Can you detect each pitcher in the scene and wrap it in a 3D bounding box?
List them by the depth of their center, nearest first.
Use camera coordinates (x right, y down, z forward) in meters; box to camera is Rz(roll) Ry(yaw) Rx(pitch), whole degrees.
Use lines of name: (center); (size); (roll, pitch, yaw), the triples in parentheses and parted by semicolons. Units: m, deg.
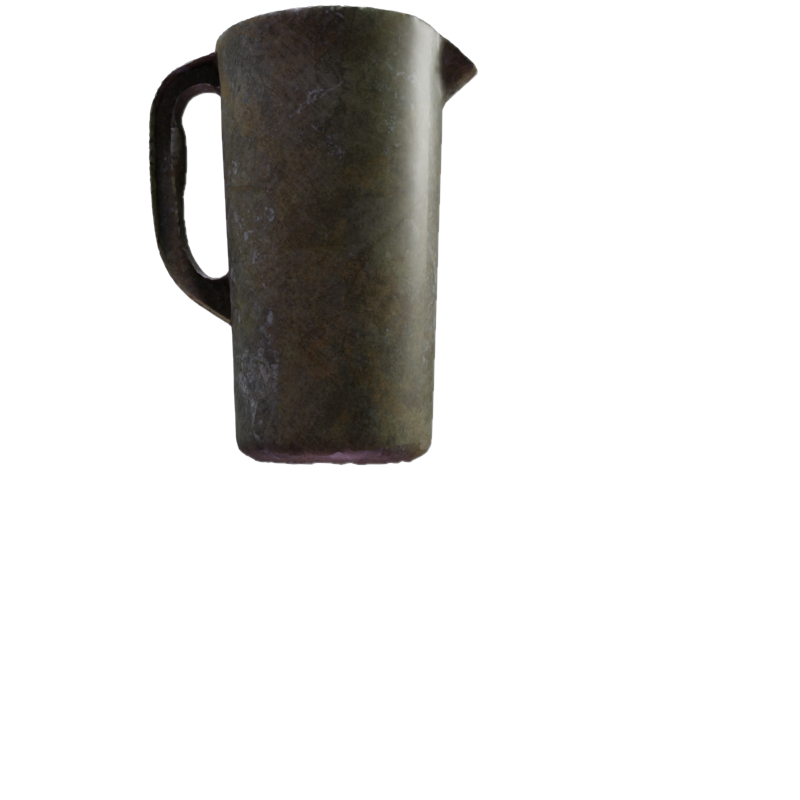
pitcher: (-0.049, -0.089, 0.627); (0.138, 0.247, 0.153); (5, -8, -41)
